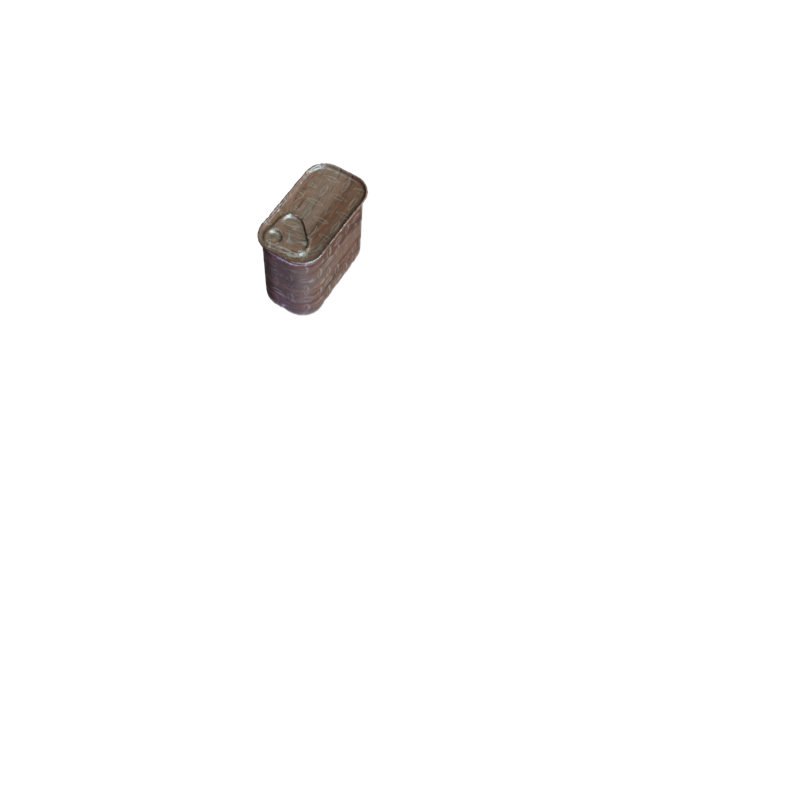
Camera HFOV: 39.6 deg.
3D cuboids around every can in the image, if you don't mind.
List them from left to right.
[{"bbox_3d":[-0.072,-0.132,0.925,0.060,0.105,0.079,28,-29,13],"label":"can"}]
